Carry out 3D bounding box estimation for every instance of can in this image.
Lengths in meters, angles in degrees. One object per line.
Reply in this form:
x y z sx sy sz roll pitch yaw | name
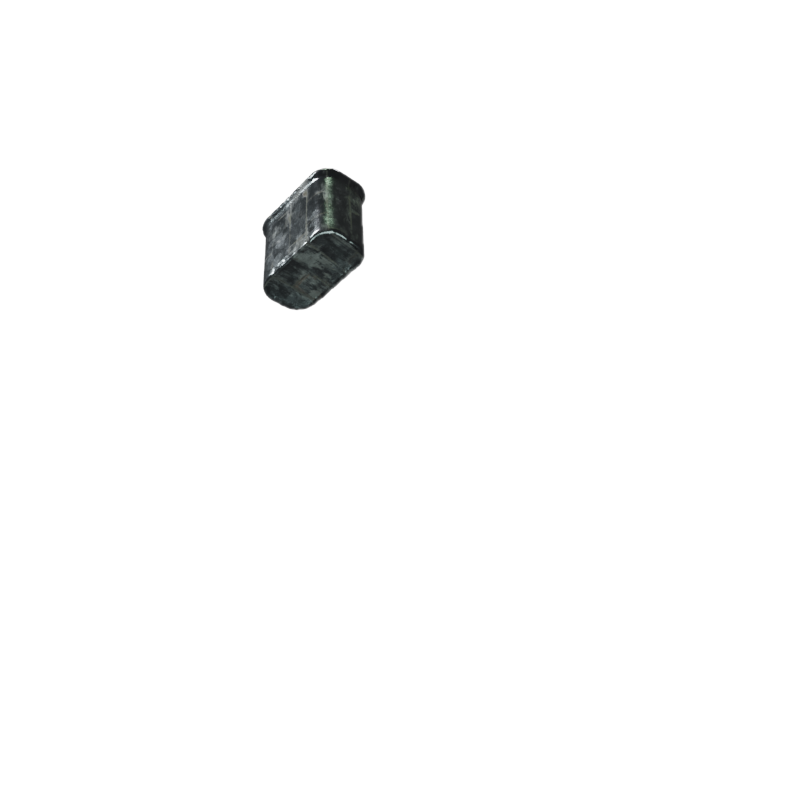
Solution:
-0.076 -0.139 0.972 0.054 0.090 0.100 31 -54 -29 | can
